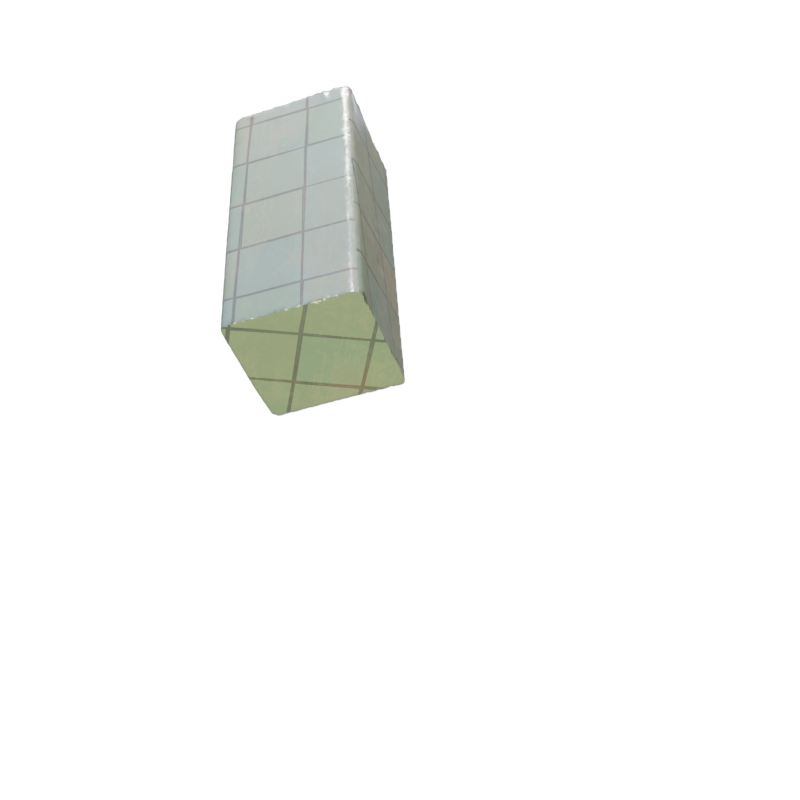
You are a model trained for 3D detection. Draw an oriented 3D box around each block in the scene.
[{"bbox_3d":[-0.058,-0.106,0.740,0.091,0.221,0.083,-15,-45,12],"label":"block"}]
